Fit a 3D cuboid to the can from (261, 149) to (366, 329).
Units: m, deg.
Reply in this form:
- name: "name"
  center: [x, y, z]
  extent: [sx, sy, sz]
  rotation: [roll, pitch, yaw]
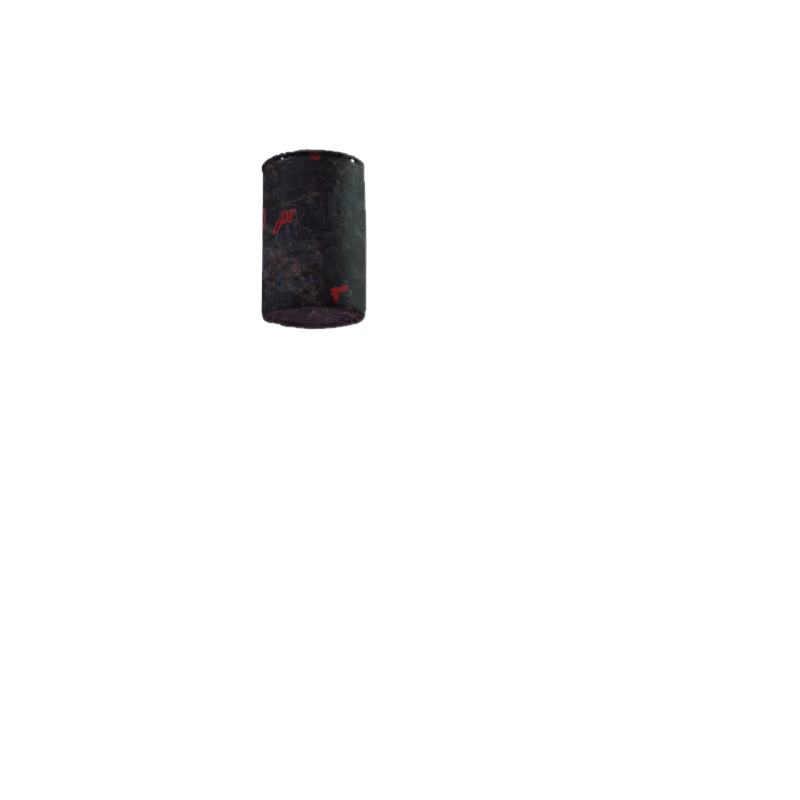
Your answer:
- name: "can"
  center: [-0.056, -0.102, 0.713]
  extent: [0.068, 0.106, 0.066]
  rotation: [0, -13, -2]
